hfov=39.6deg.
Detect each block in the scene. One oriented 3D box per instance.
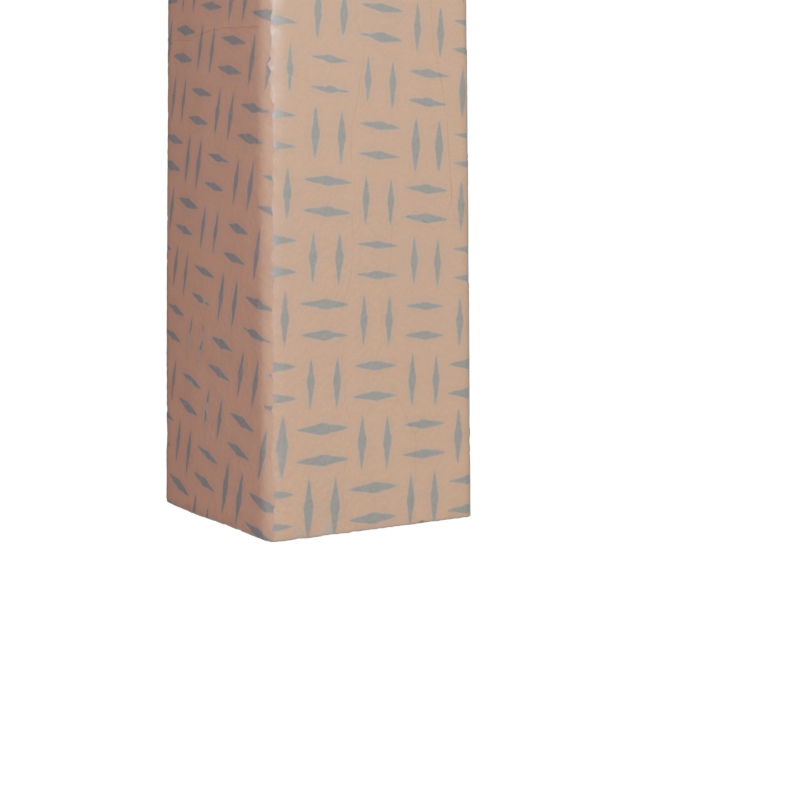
[{"bbox_3d":[-0.034,-0.062,0.432,0.087,0.207,0.093,1,-2,-33],"label":"block"}]
